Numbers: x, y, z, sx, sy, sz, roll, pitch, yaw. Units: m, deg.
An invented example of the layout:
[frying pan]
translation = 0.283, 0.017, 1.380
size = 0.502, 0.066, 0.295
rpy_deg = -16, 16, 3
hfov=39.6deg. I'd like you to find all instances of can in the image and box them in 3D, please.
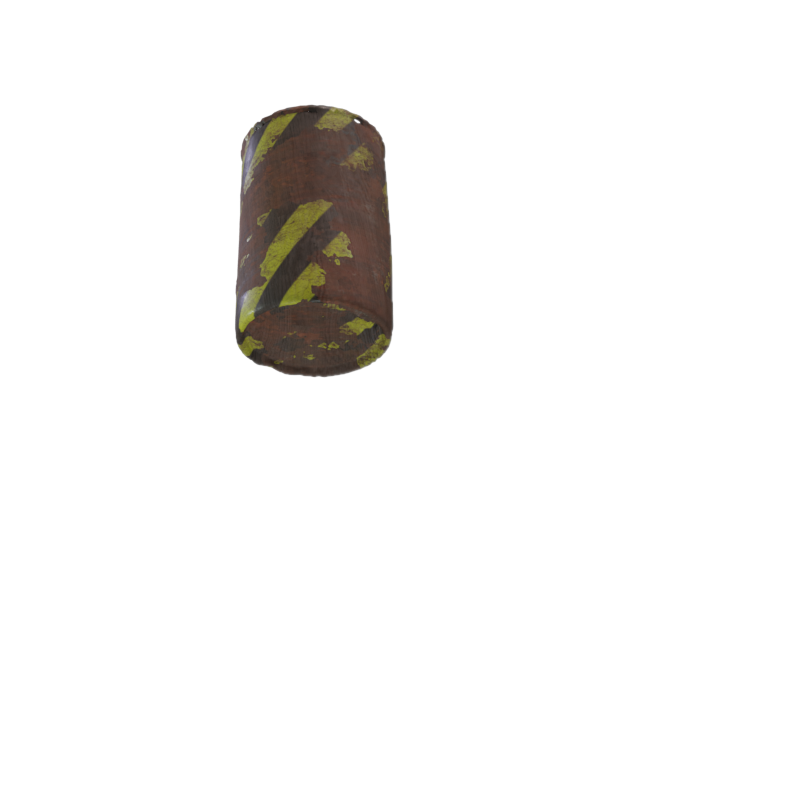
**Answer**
[can]
translation = -0.038, -0.070, 0.491
size = 0.068, 0.109, 0.064
rpy_deg = -1, -31, -2
